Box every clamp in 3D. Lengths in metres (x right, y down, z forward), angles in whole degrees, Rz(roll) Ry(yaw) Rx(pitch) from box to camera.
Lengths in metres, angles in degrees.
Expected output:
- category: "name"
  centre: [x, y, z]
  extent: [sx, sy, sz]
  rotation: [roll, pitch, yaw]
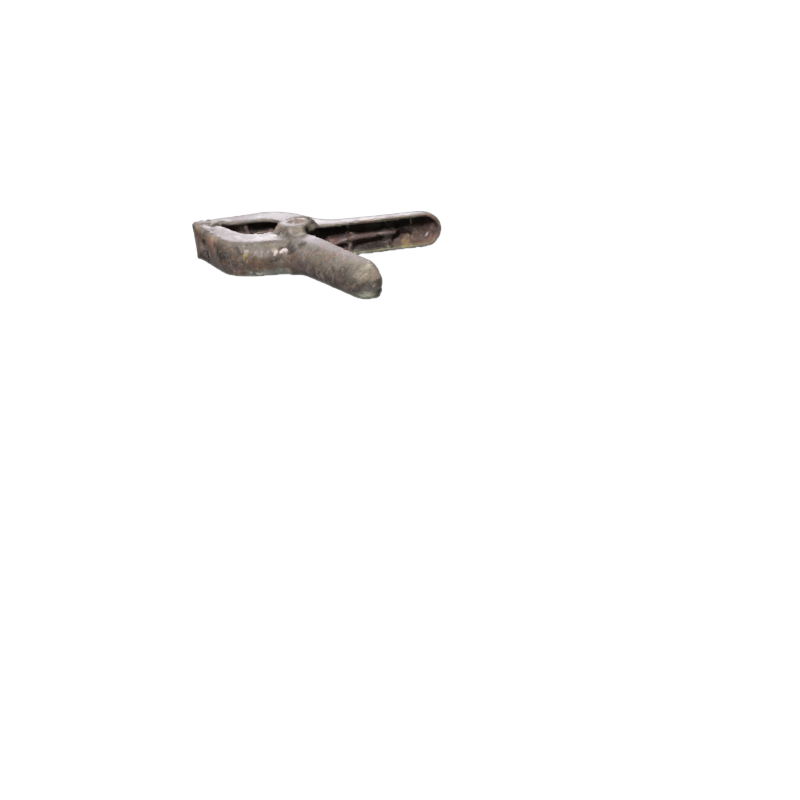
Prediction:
- category: "clamp"
  centre: [-0.060, -0.109, 0.762]
  extent: [0.180, 0.038, 0.120]
  rotation: [14, 26, 30]
